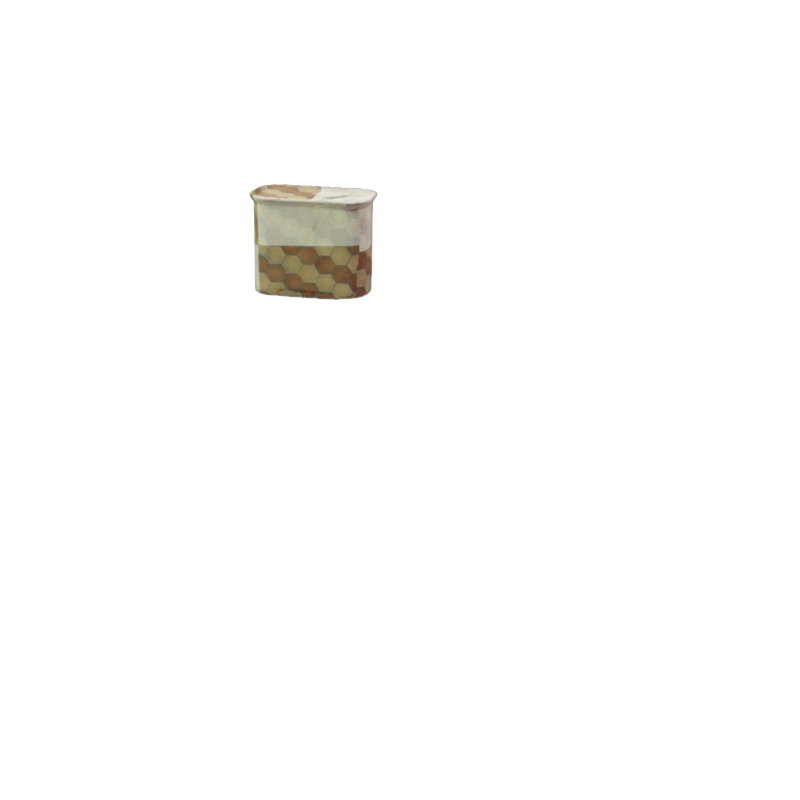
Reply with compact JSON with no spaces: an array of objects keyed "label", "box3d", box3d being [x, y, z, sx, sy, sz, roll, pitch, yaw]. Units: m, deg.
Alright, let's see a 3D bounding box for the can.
[{"label":"can","box3d":[-0.072,-0.131,0.917,0.104,0.081,0.058,5,17,13]}]
